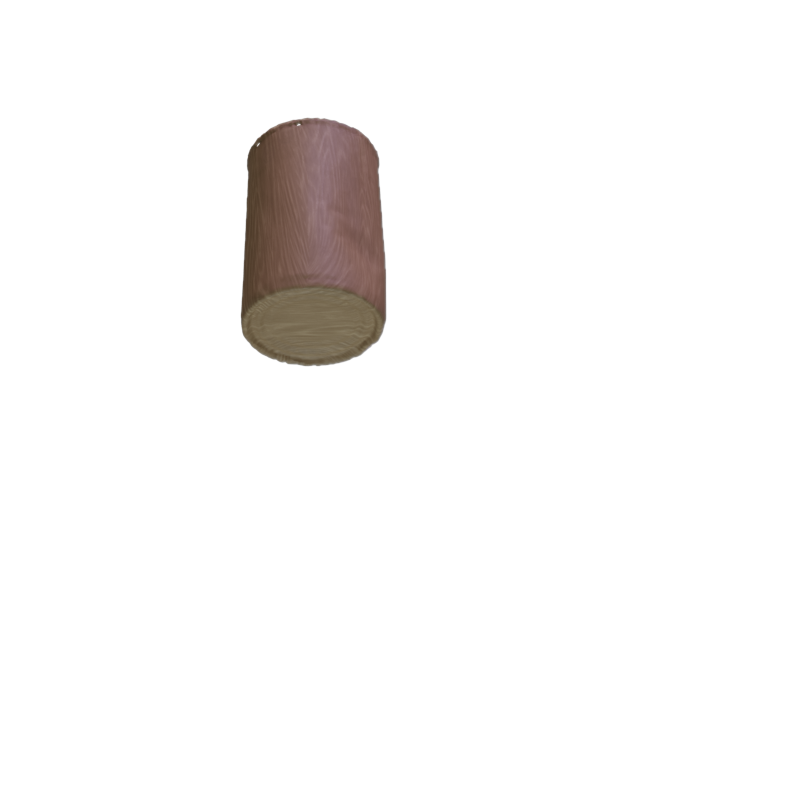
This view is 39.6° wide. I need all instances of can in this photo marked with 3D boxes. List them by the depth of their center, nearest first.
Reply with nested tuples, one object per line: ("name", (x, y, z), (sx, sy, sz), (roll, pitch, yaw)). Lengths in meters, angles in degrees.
("can", (-0.042, -0.077, 0.537), (0.068, 0.109, 0.064), (-1, -35, -2))
